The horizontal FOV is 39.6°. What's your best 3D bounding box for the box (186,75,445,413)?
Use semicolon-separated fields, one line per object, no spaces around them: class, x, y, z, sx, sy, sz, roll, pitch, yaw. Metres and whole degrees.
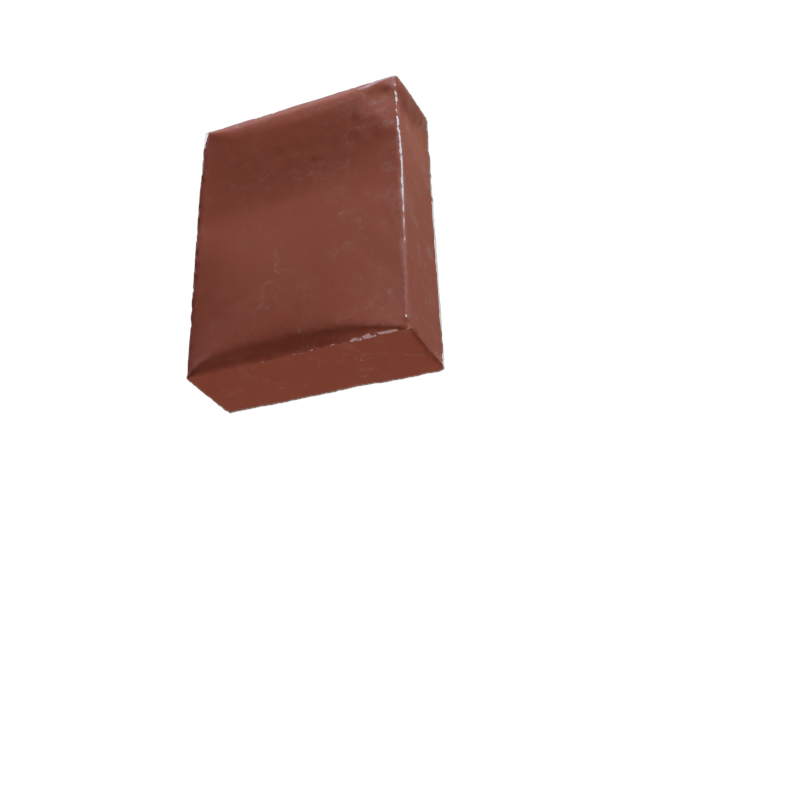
box;-0.062;-0.113;0.789;0.166;0.228;0.066;-13;-32;19
